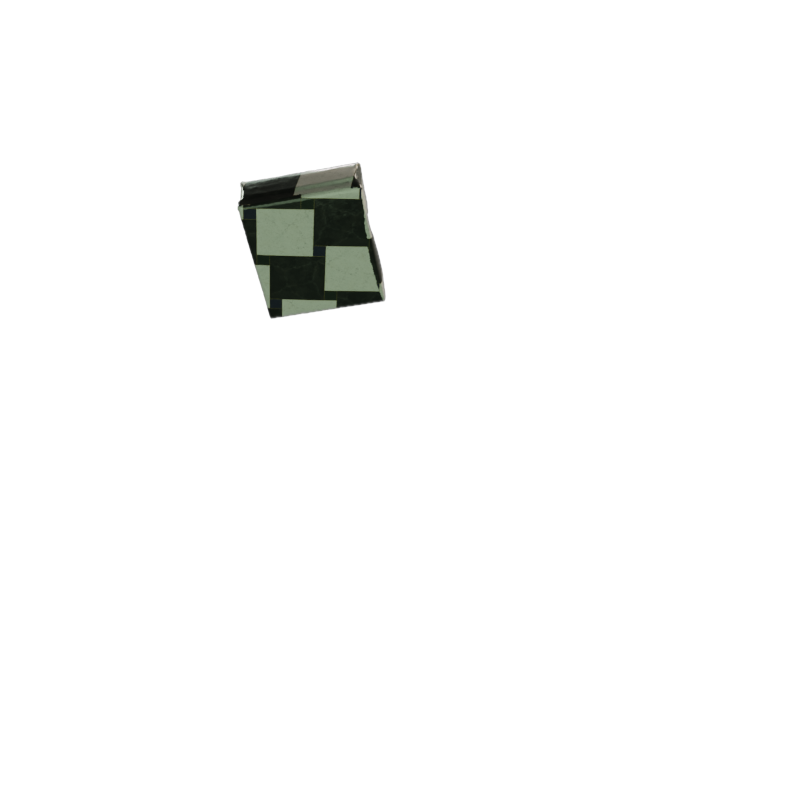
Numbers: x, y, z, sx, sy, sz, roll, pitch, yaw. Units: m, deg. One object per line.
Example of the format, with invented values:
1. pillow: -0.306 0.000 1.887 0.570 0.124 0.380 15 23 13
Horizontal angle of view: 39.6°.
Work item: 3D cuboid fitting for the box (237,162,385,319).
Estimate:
1. box: -0.052 -0.095 0.667 0.073 0.083 0.032 -9 38 6
